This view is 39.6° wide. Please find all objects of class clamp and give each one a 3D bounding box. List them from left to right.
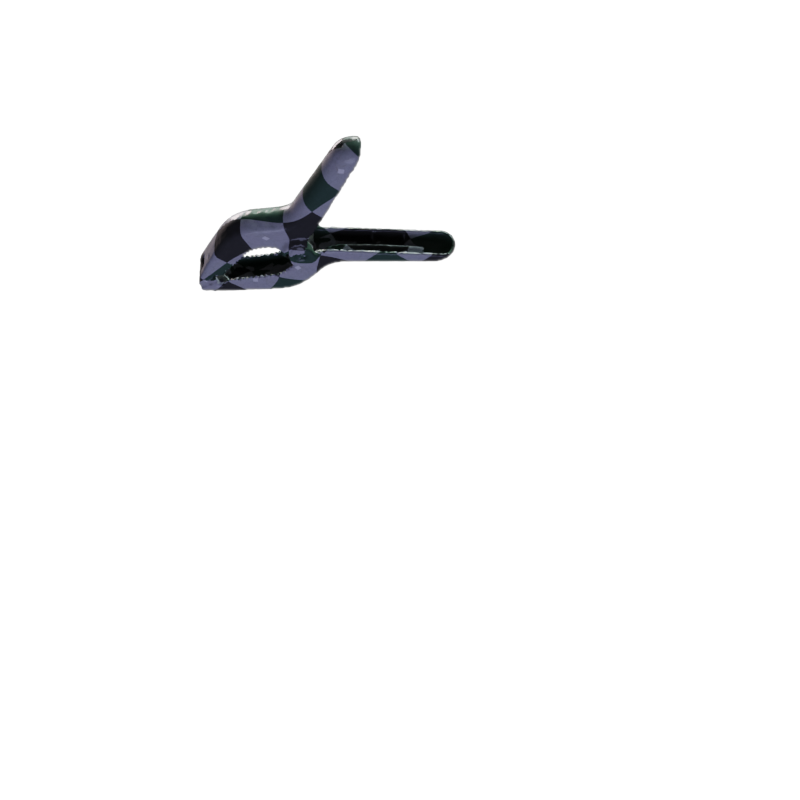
[{"bbox_3d":[-0.071,-0.129,0.905,0.211,0.039,0.153,-21,-36,31],"label":"clamp"}]
